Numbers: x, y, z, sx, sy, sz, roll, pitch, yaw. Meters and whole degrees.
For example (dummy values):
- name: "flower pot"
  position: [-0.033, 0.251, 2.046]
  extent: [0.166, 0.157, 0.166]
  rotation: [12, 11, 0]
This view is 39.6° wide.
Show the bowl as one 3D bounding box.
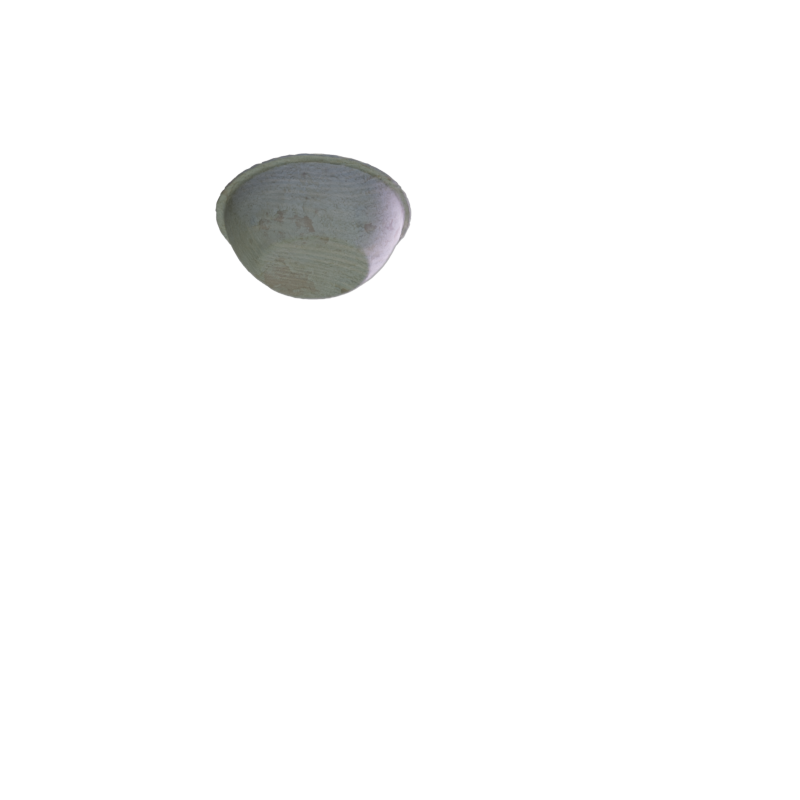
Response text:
- name: "bowl"
  position: [-0.070, -0.128, 0.899]
  extent: [0.162, 0.059, 0.152]
  rotation: [1, -31, -2]
